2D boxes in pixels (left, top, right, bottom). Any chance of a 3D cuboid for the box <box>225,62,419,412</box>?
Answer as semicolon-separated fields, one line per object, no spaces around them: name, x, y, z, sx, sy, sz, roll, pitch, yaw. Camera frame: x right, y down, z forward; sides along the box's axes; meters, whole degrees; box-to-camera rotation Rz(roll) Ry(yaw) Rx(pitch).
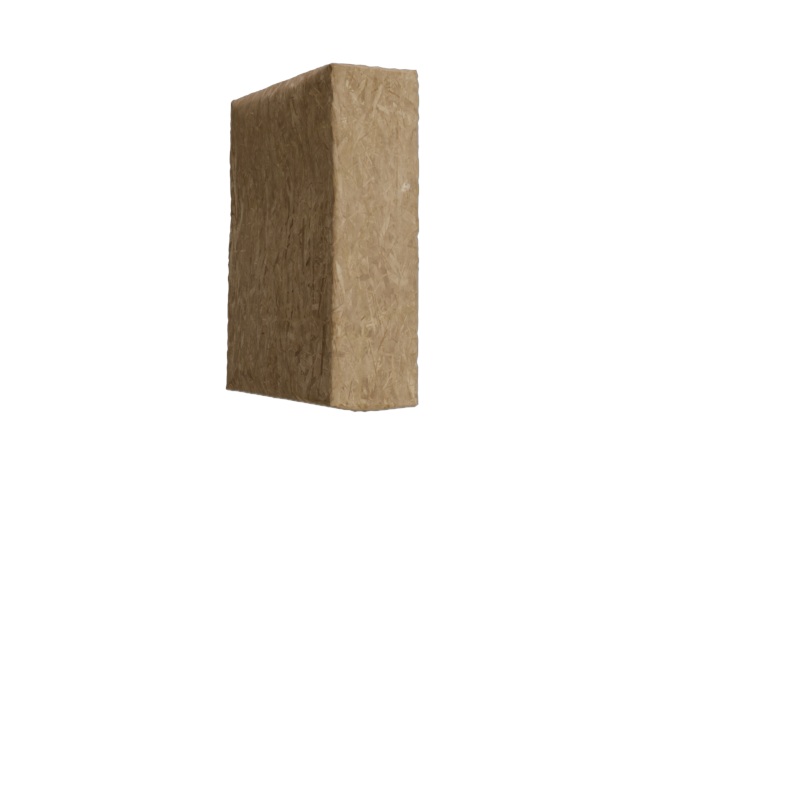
box;-0.058;-0.107;0.746;0.069;0.215;0.170;1;0;-30
